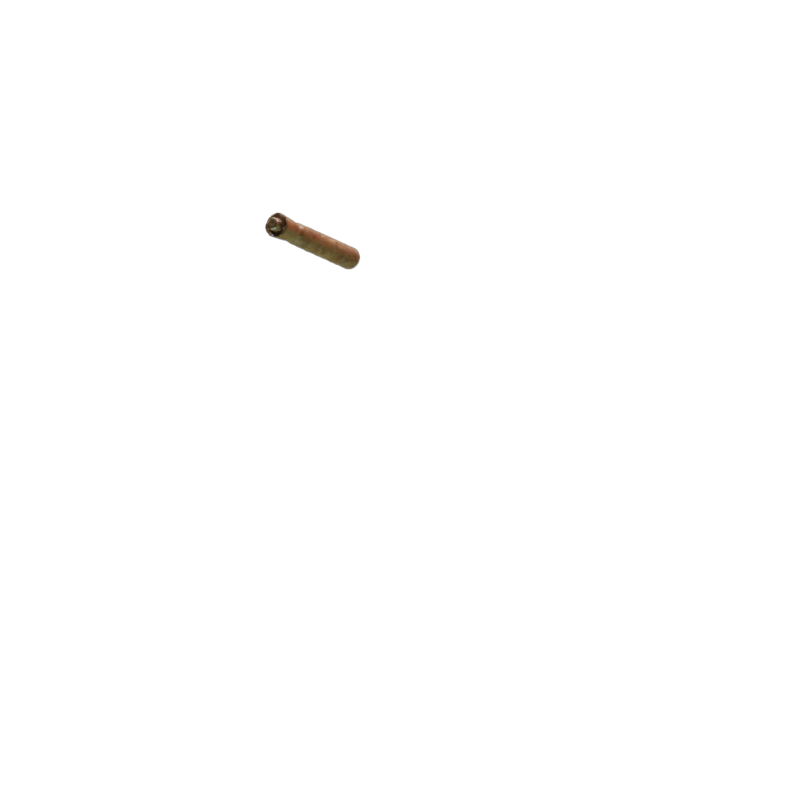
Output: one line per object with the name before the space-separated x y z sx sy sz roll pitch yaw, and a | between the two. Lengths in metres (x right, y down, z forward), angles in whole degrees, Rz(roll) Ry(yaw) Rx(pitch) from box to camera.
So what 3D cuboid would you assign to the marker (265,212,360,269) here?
marker | -0.067 -0.122 0.856 0.020 0.020 0.115 2 -6 28
